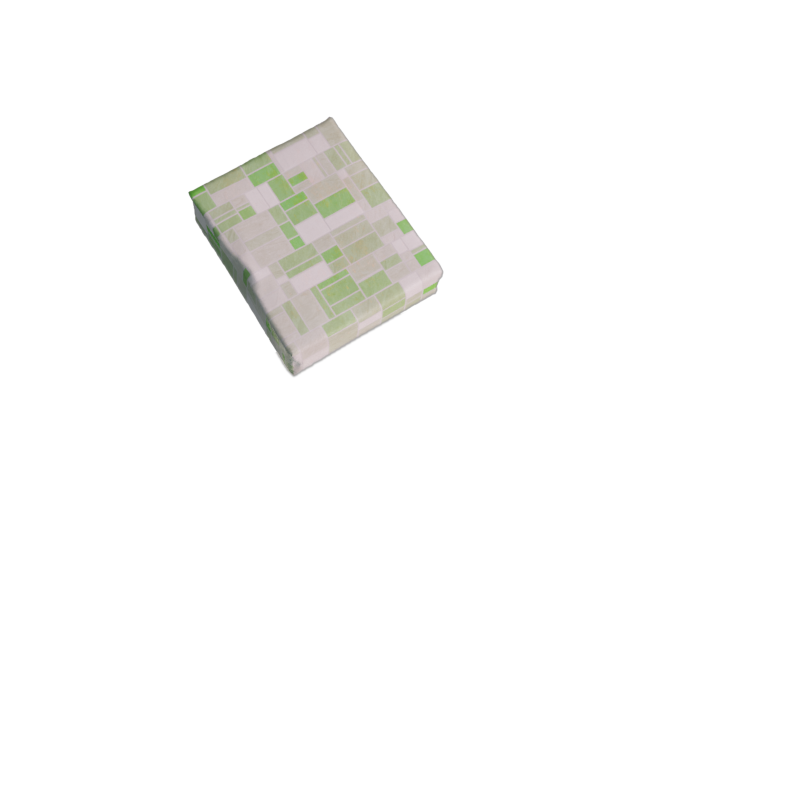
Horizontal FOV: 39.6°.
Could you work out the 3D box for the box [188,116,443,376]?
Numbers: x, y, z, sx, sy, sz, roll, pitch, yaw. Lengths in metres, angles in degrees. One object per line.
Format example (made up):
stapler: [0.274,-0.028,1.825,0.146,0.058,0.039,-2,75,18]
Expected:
box: [-0.037,-0.067,0.471,0.073,0.094,0.029,-30,-20,-12]
